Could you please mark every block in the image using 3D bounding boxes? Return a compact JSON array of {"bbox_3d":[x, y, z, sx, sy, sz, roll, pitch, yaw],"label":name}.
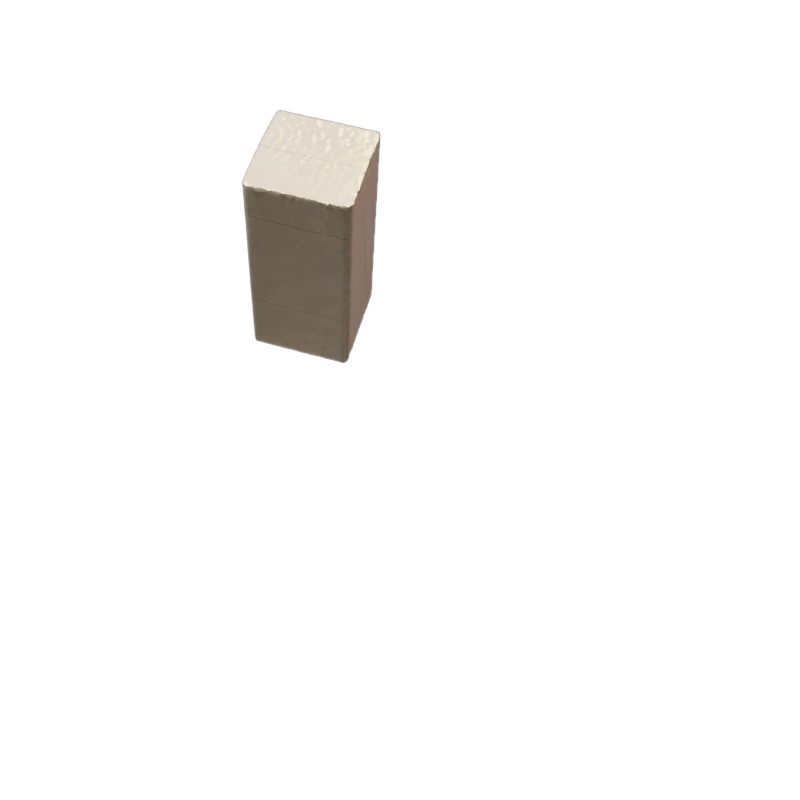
[{"bbox_3d":[-0.074,-0.134,0.941,0.092,0.095,0.193,15,-35,7],"label":"block"}]
